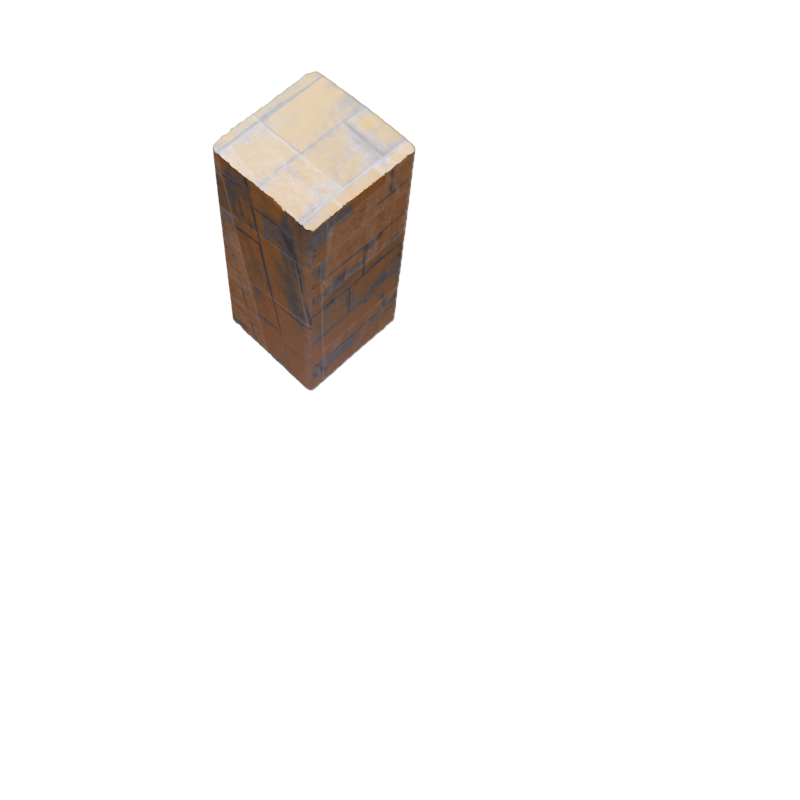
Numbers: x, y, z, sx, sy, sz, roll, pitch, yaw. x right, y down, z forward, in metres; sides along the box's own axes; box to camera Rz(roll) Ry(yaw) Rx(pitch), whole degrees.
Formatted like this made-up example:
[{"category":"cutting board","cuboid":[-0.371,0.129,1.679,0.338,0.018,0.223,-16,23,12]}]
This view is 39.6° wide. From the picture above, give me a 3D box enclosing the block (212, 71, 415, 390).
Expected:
[{"category":"block","cuboid":[-0.058,-0.107,0.744,0.092,0.095,0.194,-41,-18,-22]}]
